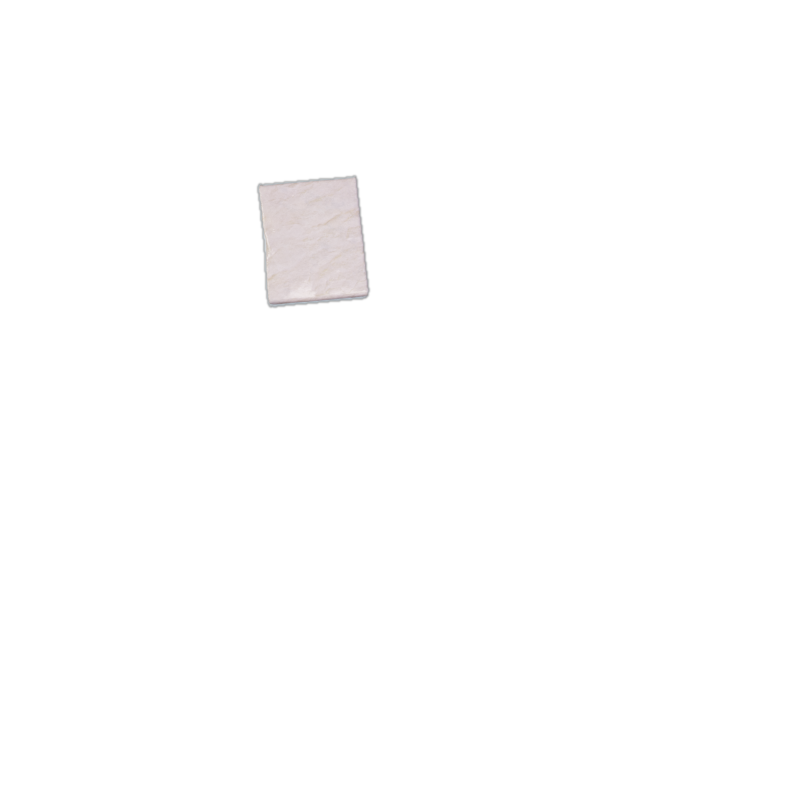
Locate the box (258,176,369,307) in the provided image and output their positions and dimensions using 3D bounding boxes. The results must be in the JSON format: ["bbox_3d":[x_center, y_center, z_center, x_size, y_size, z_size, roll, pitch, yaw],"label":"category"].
[{"bbox_3d":[-0.063,-0.115,0.808,0.073,0.091,0.030,-5,-8,-1],"label":"box"}]
